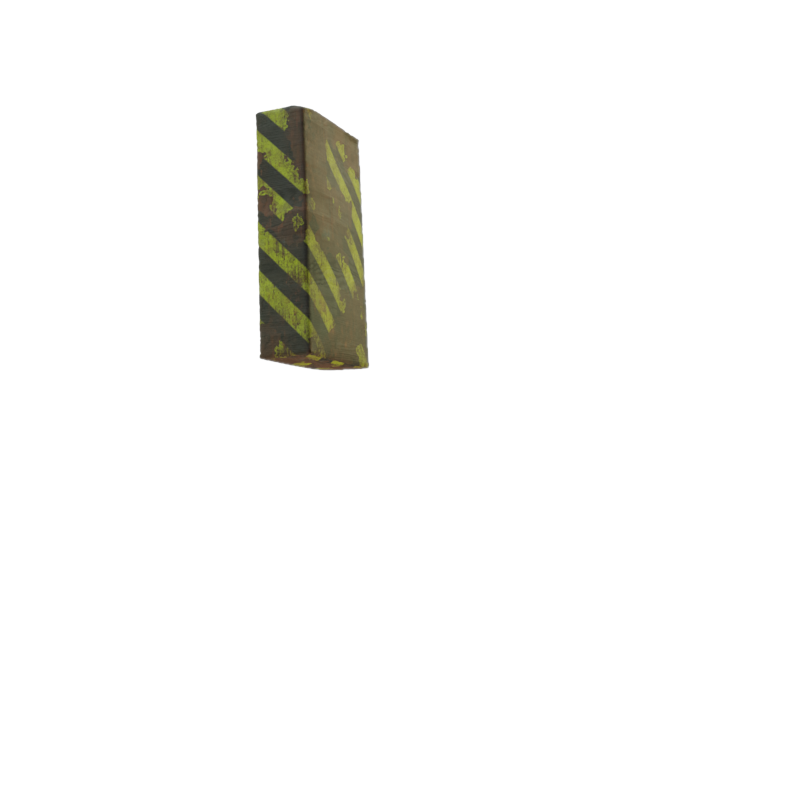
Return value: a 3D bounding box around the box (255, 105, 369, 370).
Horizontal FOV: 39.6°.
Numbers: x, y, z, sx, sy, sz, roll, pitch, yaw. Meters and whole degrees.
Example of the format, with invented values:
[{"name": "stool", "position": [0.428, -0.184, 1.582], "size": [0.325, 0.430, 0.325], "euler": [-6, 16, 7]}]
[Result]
[{"name": "box", "position": [-0.062, -0.113, 0.789], "size": [0.049, 0.182, 0.088], "euler": [-7, -12, 25]}]
